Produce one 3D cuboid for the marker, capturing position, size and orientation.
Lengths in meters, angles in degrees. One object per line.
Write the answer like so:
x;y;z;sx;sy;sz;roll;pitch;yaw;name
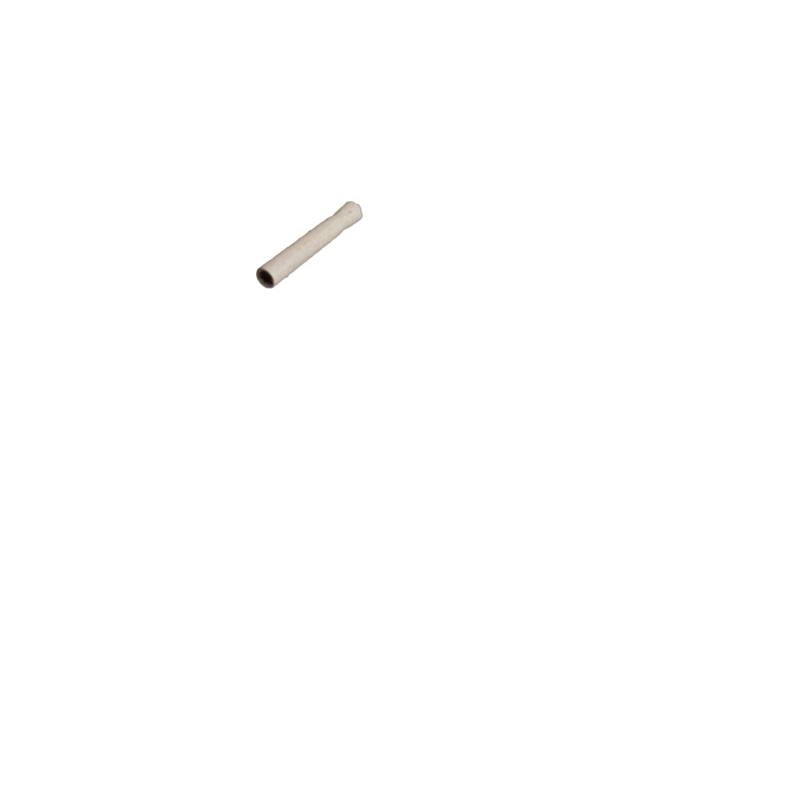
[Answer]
-0.069;-0.126;0.881;0.021;0.019;0.123;3;35;40;marker
